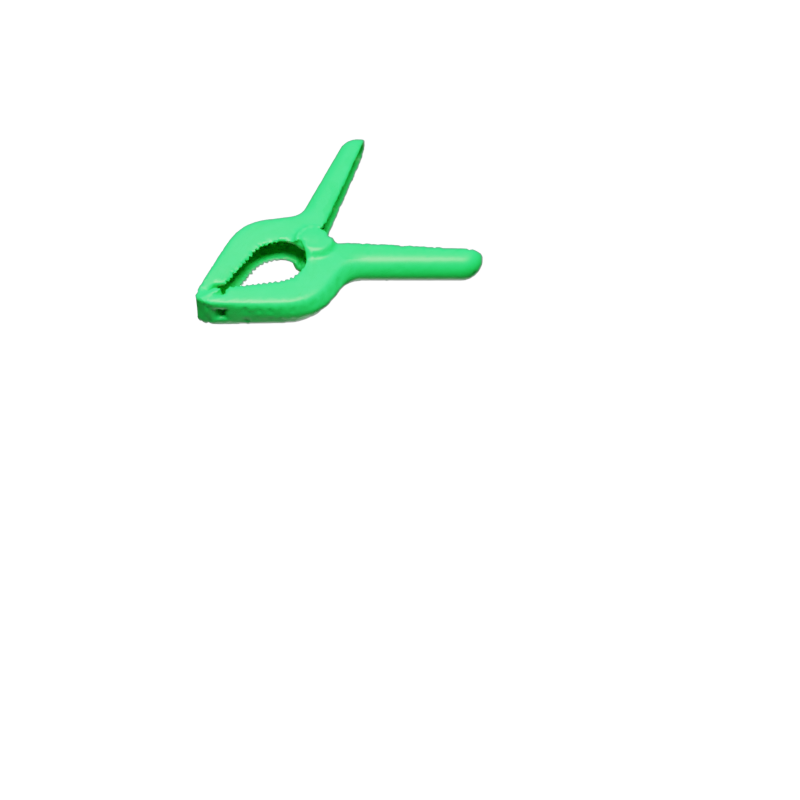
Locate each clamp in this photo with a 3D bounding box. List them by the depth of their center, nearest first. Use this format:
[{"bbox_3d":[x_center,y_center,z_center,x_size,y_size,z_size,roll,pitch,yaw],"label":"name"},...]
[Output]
[{"bbox_3d":[-0.066,-0.121,0.847,0.209,0.177,0.034,-23,-36,-18],"label":"clamp"}]
